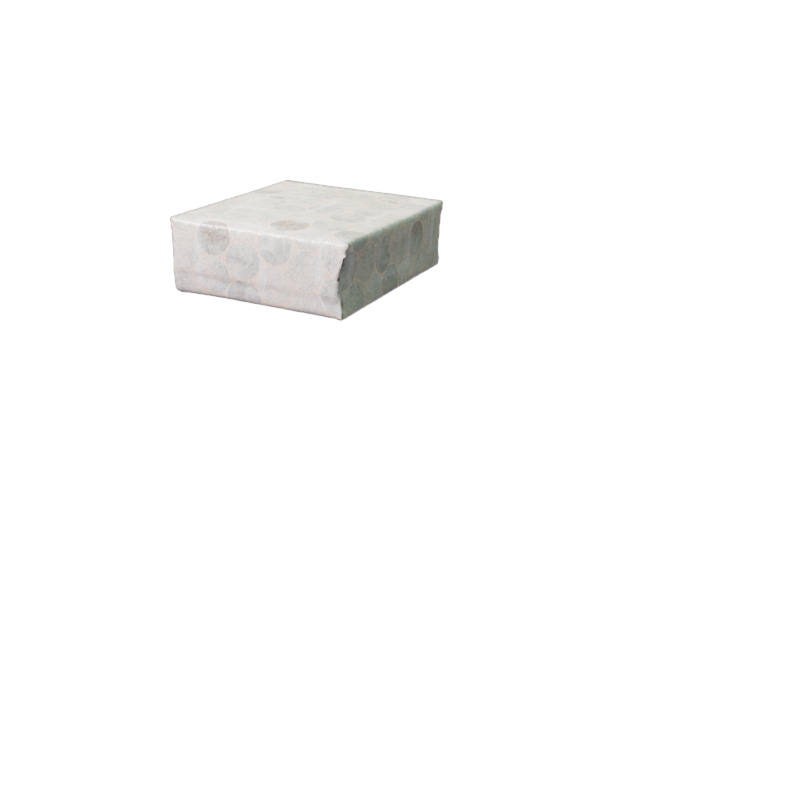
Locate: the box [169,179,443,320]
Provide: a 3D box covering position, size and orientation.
[{"bbox_3d":[-0.041,-0.075,0.527,0.093,0.037,0.114,10,24,23],"label":"box"}]
